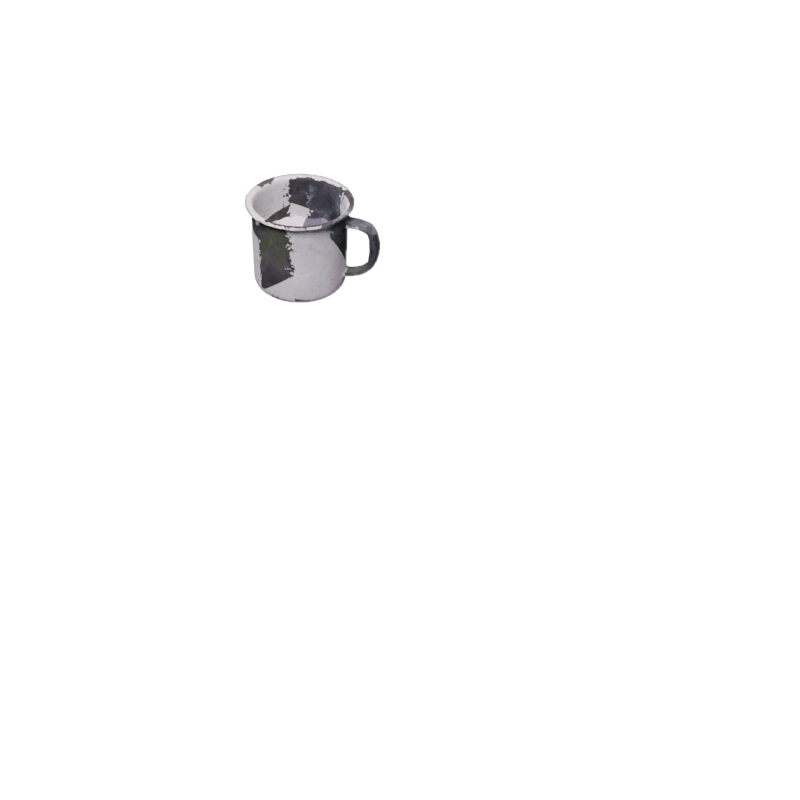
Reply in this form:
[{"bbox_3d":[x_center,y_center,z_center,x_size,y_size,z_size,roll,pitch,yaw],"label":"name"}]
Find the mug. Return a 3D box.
[{"bbox_3d":[-0.075,-0.137,0.959,0.119,0.076,0.098,8,37,9],"label":"mug"}]
